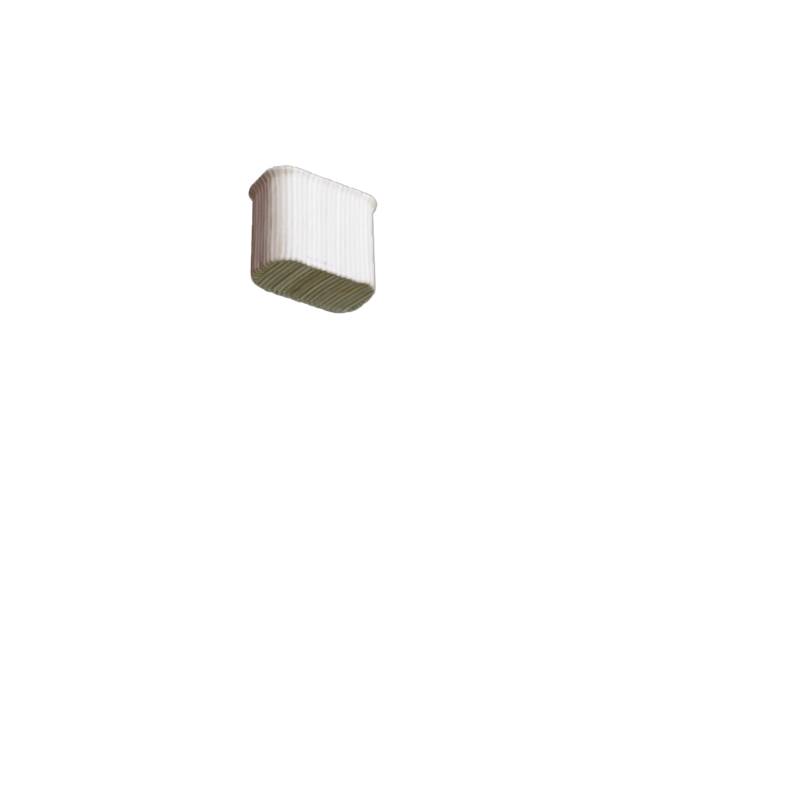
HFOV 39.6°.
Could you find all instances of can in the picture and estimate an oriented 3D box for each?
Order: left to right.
[{"bbox_3d":[-0.067,-0.123,0.859,0.097,0.089,0.057,17,-35,-29],"label":"can"}]
